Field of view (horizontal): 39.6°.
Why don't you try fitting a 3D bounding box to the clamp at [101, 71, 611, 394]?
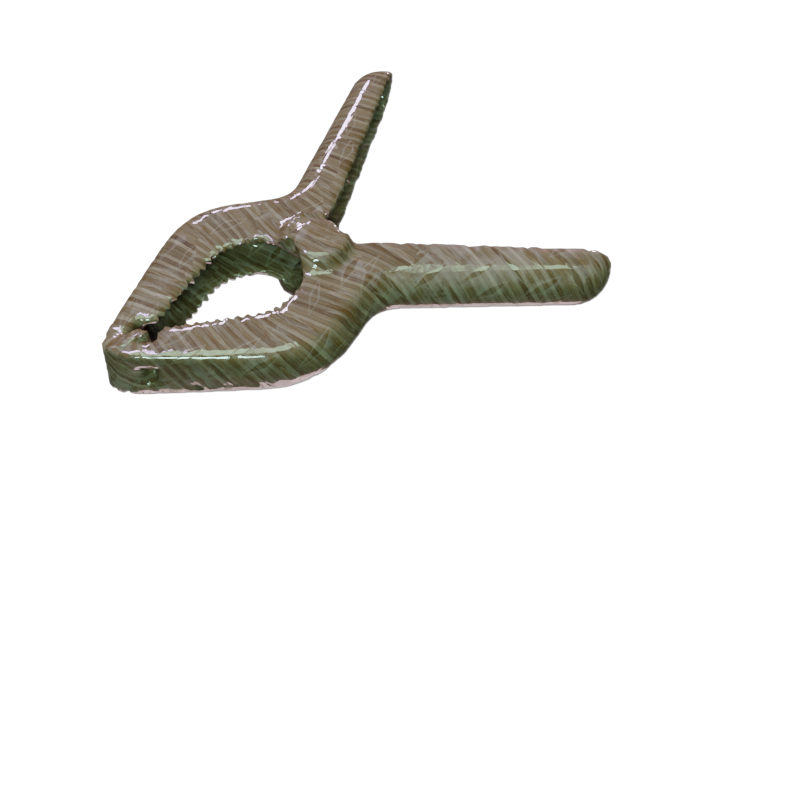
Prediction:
[{"bbox_3d":[-0.038,-0.070,0.488,0.209,0.177,0.034,-24,-36,-19],"label":"clamp"}]
